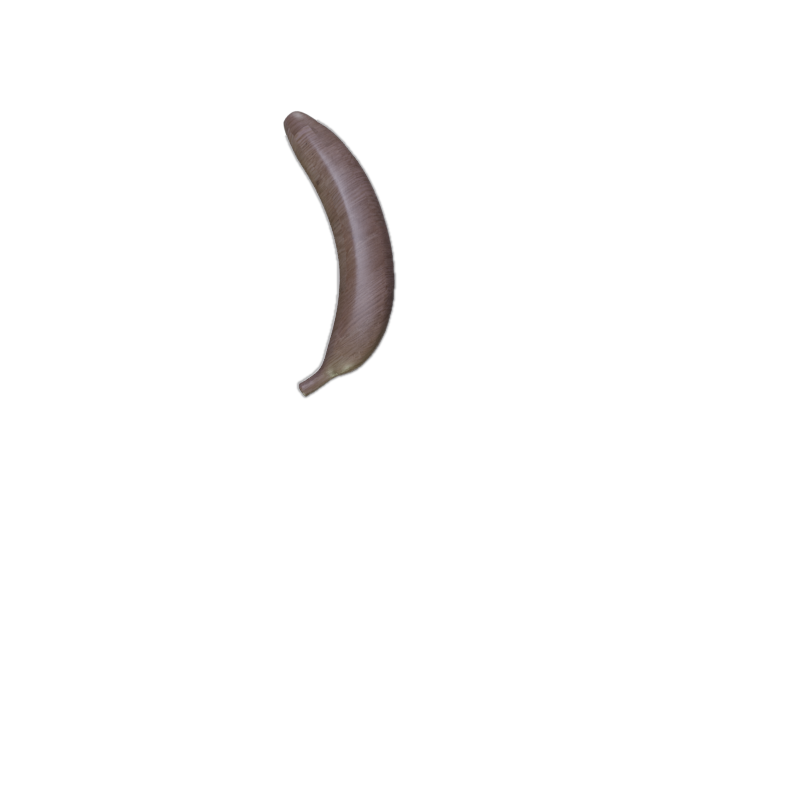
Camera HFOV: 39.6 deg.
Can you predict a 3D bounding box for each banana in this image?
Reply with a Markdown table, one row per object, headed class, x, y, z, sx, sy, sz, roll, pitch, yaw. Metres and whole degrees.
| class | x | y | z | sx | sy | sz | roll | pitch | yaw |
| --- | --- | --- | --- | --- | --- | --- | --- | --- | --- |
| banana | -0.040 | -0.104 | 0.747 | 0.069 | 0.205 | 0.036 | -4 | -13 | -2 |
